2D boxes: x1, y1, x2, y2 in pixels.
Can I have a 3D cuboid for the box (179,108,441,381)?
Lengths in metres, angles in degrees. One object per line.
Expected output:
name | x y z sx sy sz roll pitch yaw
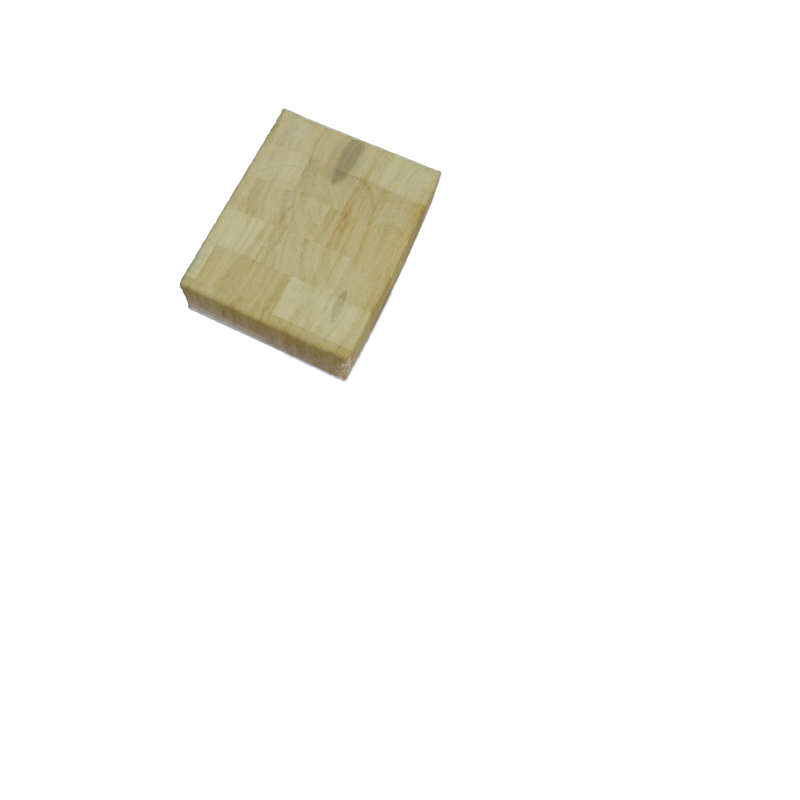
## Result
box | -0.043 -0.079 0.552 0.092 0.117 0.037 23 -23 10
